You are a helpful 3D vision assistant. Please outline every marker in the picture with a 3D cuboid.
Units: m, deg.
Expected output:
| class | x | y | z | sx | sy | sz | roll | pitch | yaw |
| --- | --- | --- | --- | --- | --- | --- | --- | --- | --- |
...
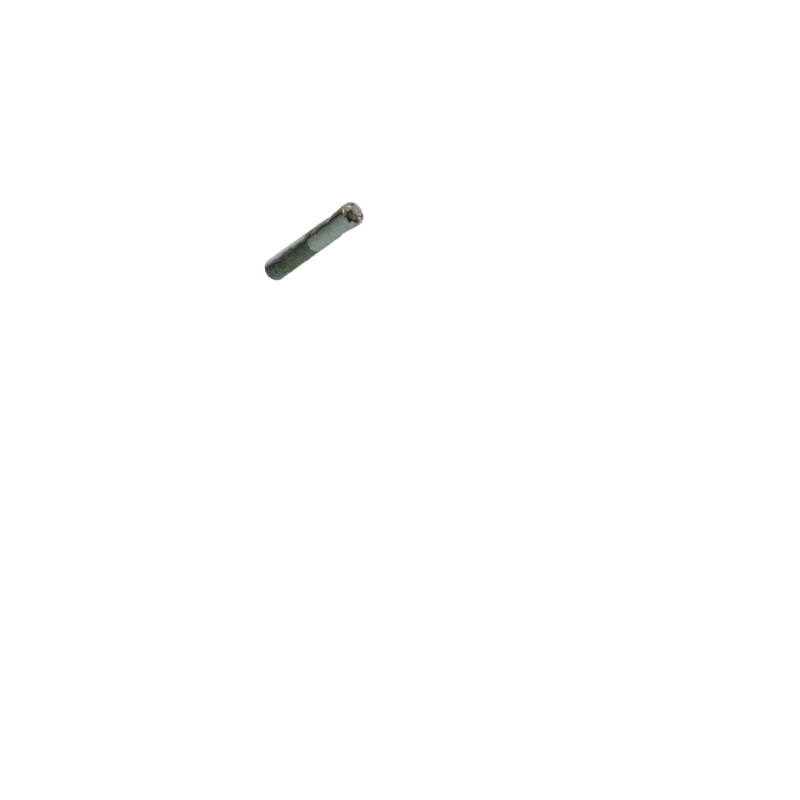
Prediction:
| class | x | y | z | sx | sy | sz | roll | pitch | yaw |
| --- | --- | --- | --- | --- | --- | --- | --- | --- | --- |
| marker | -0.066 | -0.120 | 0.840 | 0.019 | 0.020 | 0.121 | -2 | -14 | -37 |
